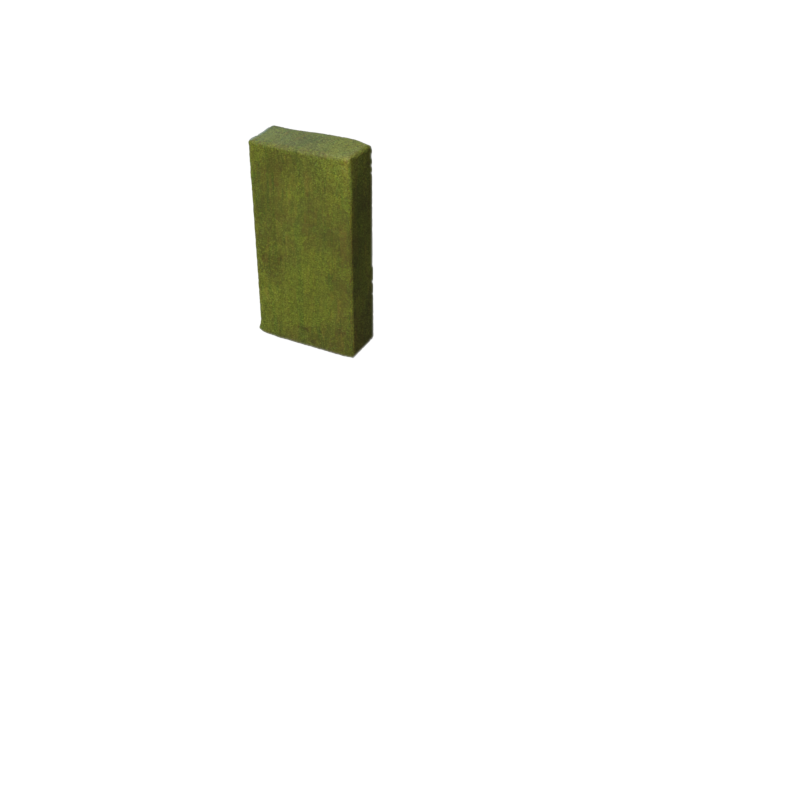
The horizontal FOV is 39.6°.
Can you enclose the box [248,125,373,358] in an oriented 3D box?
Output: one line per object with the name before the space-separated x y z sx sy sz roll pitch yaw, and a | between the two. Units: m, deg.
box | -0.070 -0.128 0.894 0.097 0.167 0.049 16 30 25
